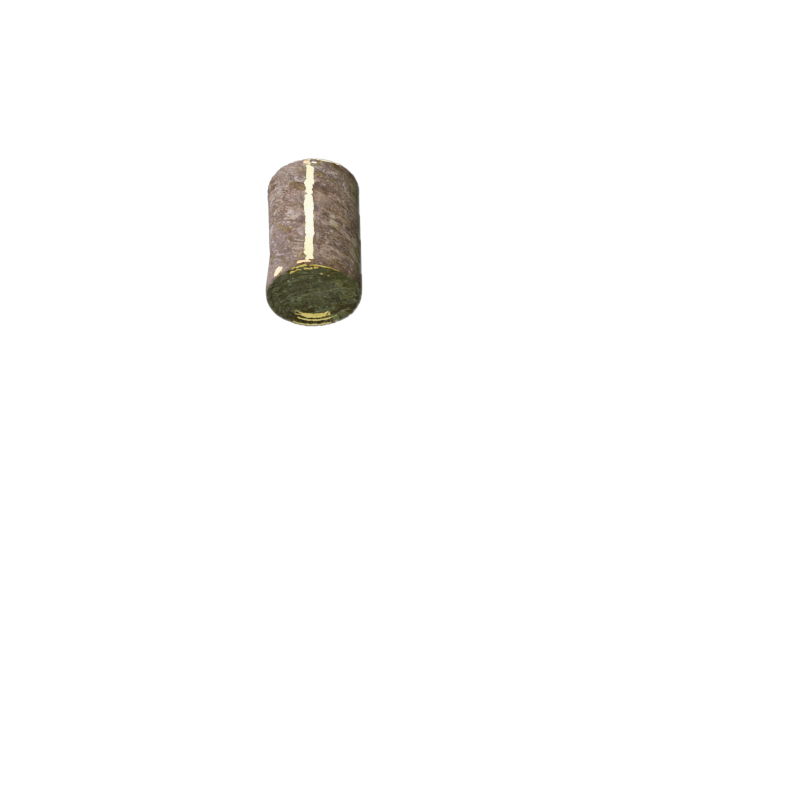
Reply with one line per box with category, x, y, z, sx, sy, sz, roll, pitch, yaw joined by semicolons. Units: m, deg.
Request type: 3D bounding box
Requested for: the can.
can;-0.061;-0.112;0.784;0.068;0.110;0.064;-1;-39;-3
